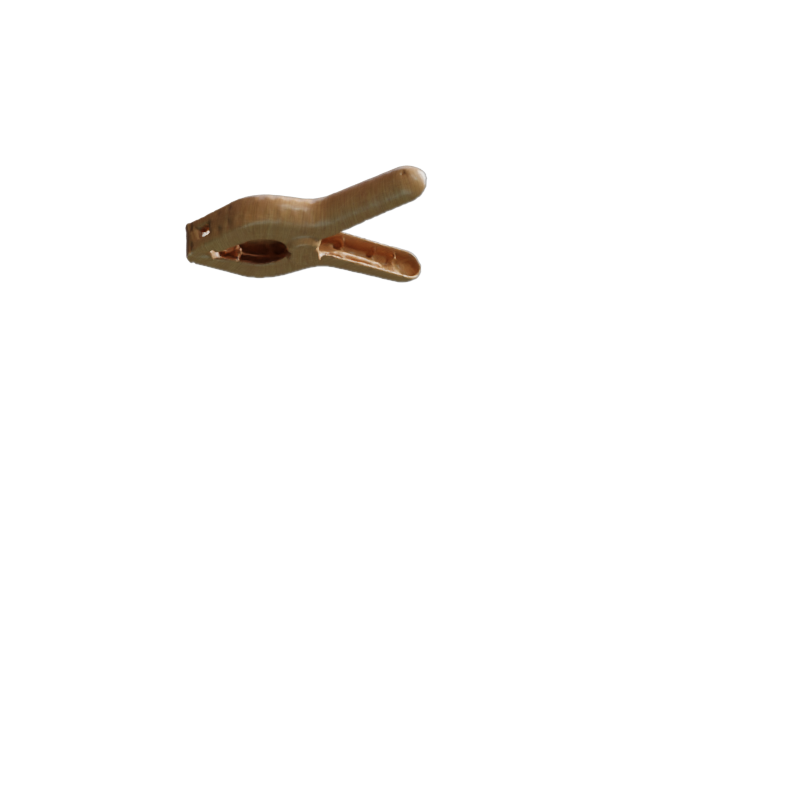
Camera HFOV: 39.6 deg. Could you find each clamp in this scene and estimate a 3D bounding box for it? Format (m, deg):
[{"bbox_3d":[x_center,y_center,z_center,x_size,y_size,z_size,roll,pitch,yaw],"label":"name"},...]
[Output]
[{"bbox_3d":[-0.061,-0.111,0.776,0.173,0.042,0.111,-6,-35,8],"label":"clamp"}]
